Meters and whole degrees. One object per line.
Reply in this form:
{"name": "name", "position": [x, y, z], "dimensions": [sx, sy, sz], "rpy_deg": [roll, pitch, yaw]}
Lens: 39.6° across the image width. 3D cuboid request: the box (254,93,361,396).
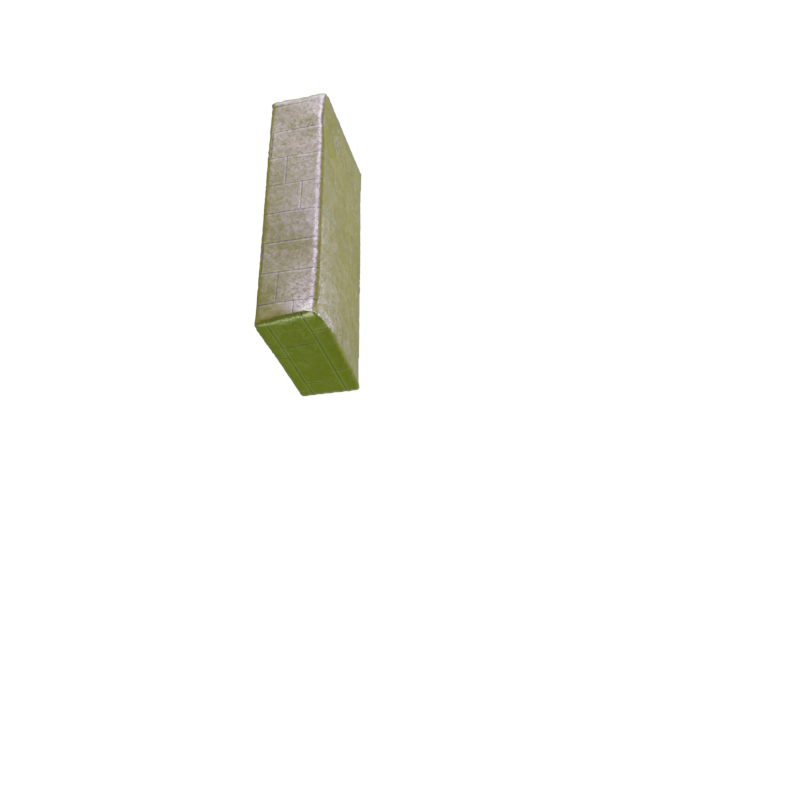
{"name": "box", "position": [-0.057, -0.103, 0.721], "dimensions": [0.048, 0.189, 0.086], "rpy_deg": [-11, -35, 11]}
